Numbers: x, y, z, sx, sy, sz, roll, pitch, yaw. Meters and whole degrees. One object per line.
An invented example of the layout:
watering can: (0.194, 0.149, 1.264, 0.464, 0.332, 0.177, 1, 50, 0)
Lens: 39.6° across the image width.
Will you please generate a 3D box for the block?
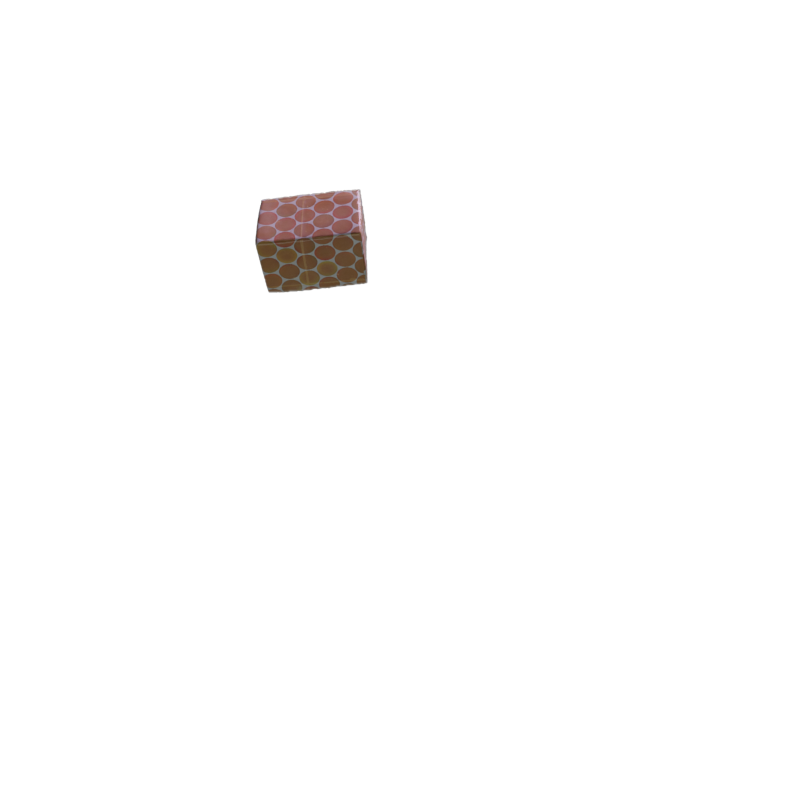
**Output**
block: (-0.065, -0.118, 0.827, 0.078, 0.055, 0.049, -5, -45, 4)
